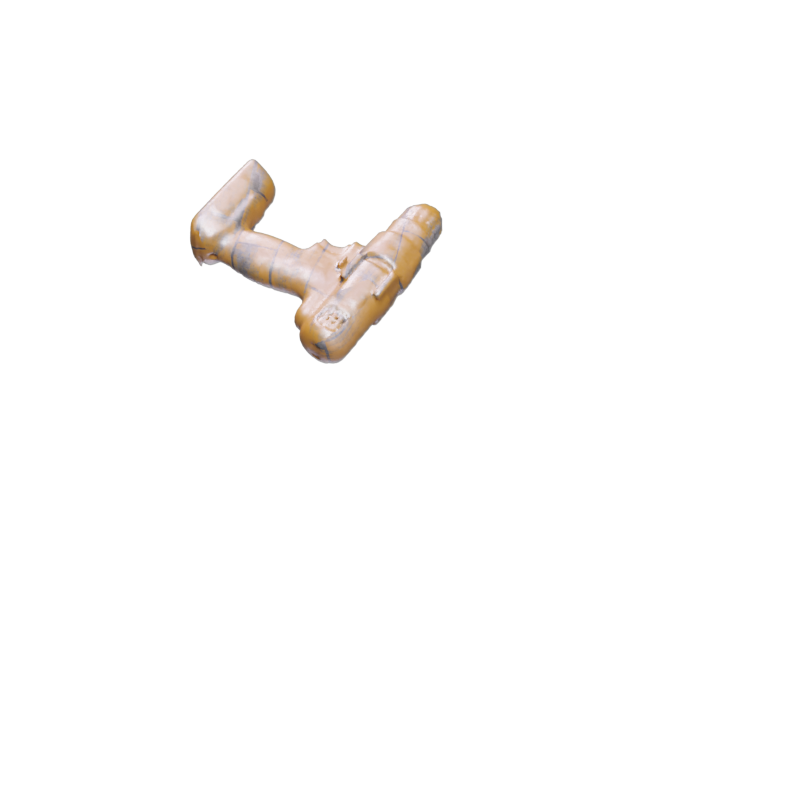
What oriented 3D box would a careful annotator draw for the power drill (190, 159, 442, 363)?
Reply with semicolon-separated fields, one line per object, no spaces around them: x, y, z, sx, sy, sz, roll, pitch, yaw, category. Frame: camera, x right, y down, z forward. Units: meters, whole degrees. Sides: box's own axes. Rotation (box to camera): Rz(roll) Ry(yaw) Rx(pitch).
-0.077;-0.141;0.986;0.196;0.189;0.054;29;-31;19;power drill
